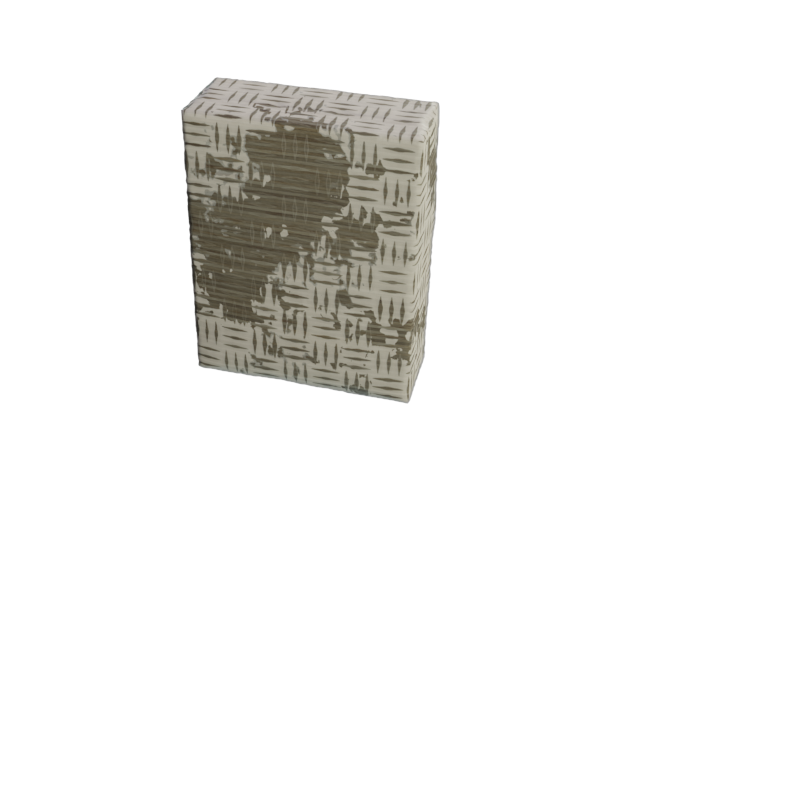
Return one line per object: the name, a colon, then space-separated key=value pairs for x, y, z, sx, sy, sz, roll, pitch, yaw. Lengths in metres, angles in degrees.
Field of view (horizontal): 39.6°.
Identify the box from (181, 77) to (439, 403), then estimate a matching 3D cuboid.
box: x=-0.061 y=-0.112 z=0.784 sx=0.168 sy=0.200 sz=0.075 roll=10 pitch=34 yaw=12
